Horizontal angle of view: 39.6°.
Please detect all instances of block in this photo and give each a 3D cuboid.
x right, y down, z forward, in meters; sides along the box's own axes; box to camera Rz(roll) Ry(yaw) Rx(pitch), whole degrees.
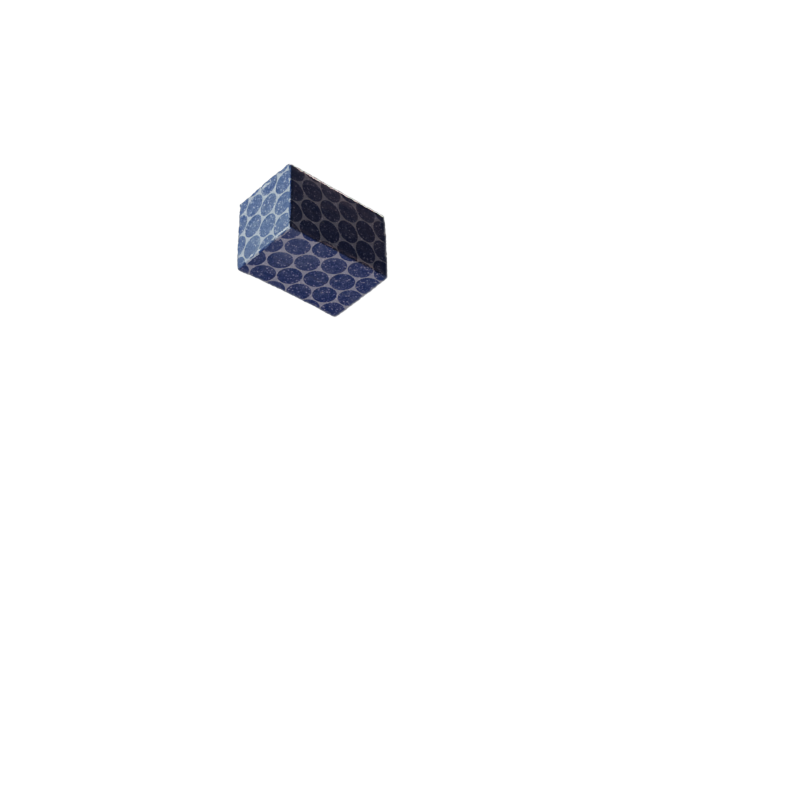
[{"bbox_3d":[-0.053,-0.096,0.674,0.073,0.055,0.052,26,-45,-33],"label":"block"}]
